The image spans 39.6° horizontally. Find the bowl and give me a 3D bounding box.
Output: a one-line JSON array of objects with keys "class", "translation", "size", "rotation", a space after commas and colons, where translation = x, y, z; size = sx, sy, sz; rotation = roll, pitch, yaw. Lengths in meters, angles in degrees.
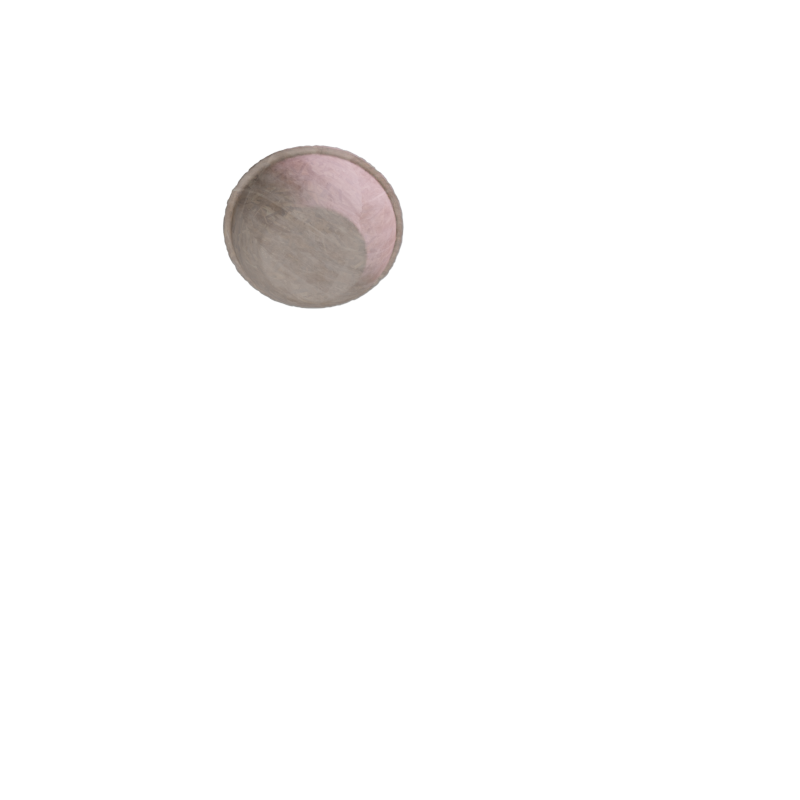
[{"class": "bowl", "translation": [-0.076, -0.138, 0.970], "size": [0.162, 0.153, 0.058], "rotation": [1, 28, -1]}]
